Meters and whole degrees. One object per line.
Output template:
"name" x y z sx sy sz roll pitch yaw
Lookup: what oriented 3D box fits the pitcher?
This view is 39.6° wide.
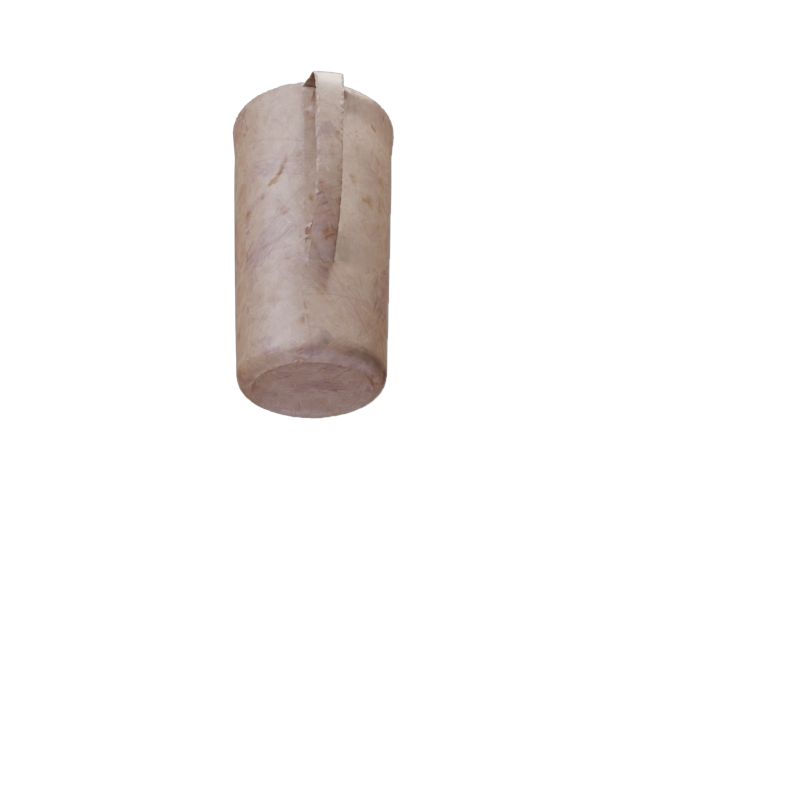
"pitcher" -0.066 -0.121 0.845 0.146 0.259 0.138 -21 -37 28
